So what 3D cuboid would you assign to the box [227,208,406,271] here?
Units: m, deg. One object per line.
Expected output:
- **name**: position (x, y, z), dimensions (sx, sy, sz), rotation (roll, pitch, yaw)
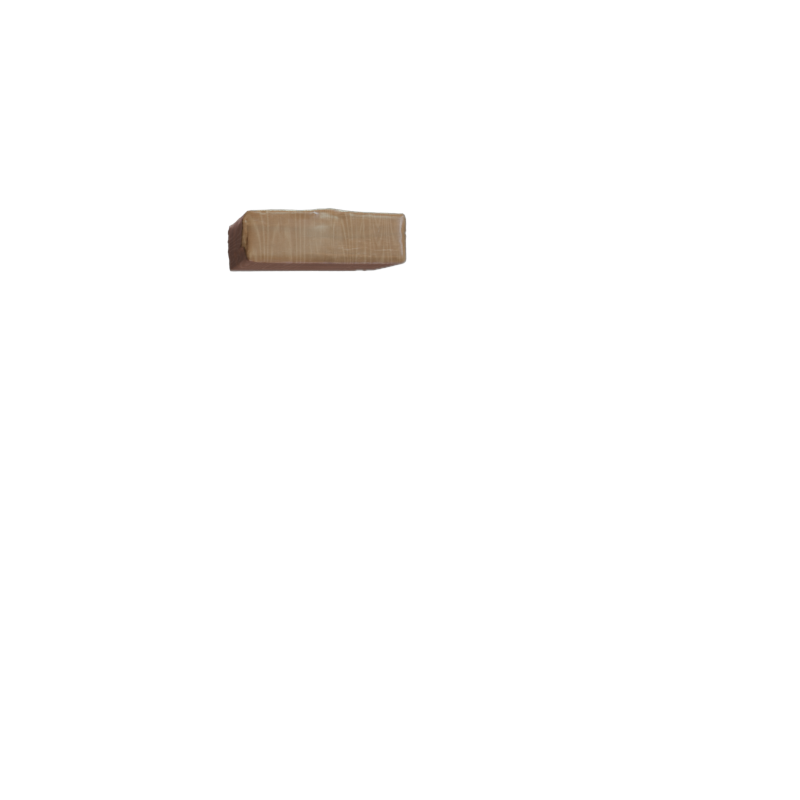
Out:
- **box**: position (-0.048, -0.088, 0.617), dimensions (0.088, 0.030, 0.074), rotation (0, 2, -12)
